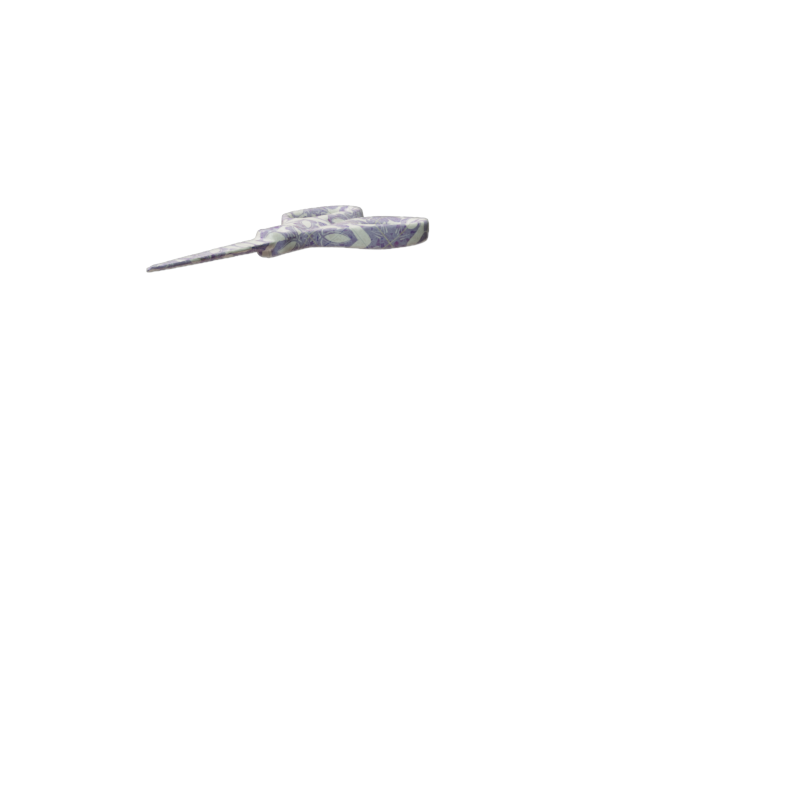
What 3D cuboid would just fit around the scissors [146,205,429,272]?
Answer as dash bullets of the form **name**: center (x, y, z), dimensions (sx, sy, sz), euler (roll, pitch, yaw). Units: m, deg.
- **scissors**: center (-0.046, -0.085, 0.593), dimensions (0.099, 0.015, 0.203), euler (5, 18, 15)
